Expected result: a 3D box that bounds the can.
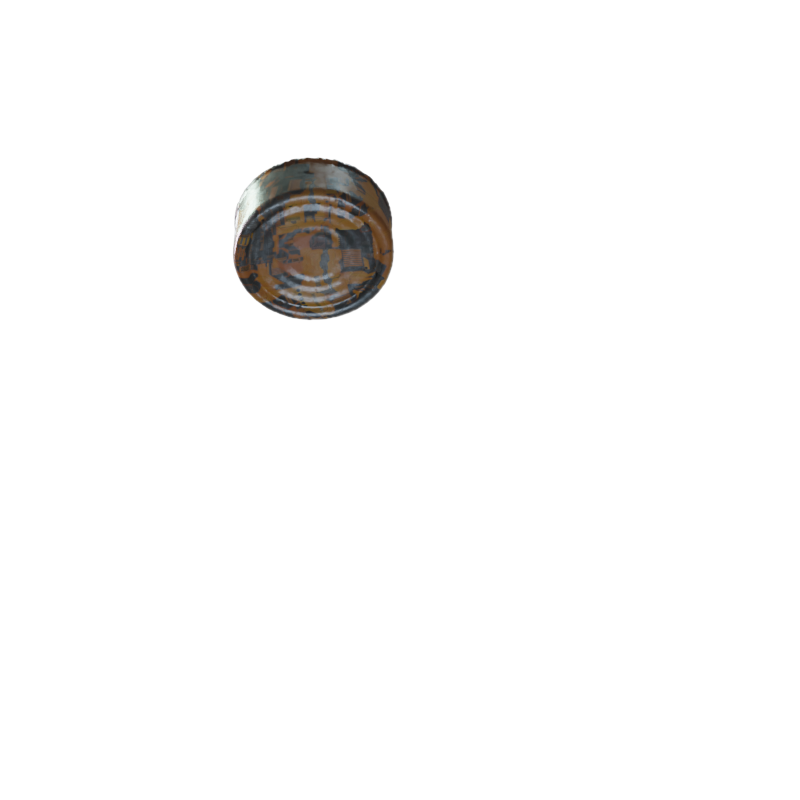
[{"bbox_3d":[-0.046,-0.084,0.590,0.086,0.080,0.036,1,40,-1],"label":"can"}]
